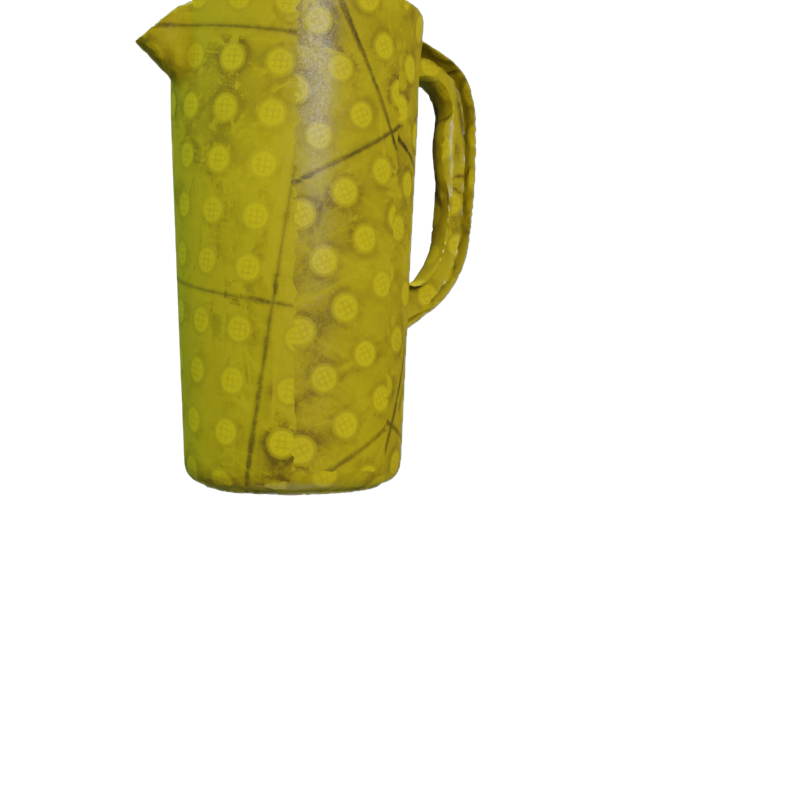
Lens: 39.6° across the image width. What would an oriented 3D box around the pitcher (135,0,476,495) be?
[{"bbox_3d":[-0.044,-0.081,0.567,0.152,0.246,0.141,-1,-4,16],"label":"pitcher"}]
